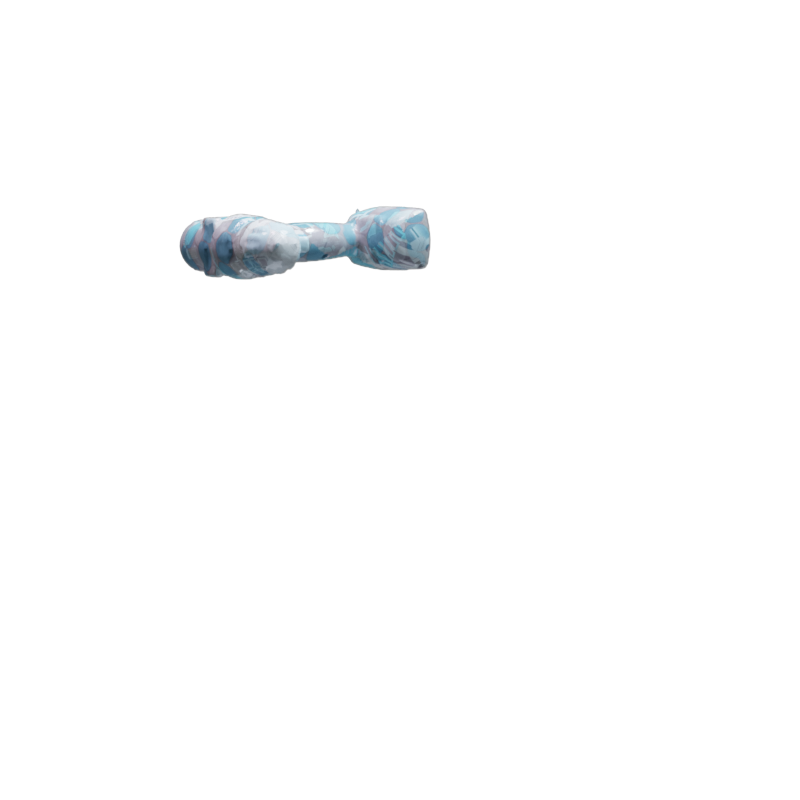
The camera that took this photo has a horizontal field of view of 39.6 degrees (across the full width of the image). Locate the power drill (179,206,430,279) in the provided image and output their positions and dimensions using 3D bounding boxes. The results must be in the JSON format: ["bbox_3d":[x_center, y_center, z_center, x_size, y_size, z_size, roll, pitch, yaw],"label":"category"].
[{"bbox_3d":[-0.072,-0.132,0.923,0.182,0.057,0.193,-5,11,-28],"label":"power drill"}]
